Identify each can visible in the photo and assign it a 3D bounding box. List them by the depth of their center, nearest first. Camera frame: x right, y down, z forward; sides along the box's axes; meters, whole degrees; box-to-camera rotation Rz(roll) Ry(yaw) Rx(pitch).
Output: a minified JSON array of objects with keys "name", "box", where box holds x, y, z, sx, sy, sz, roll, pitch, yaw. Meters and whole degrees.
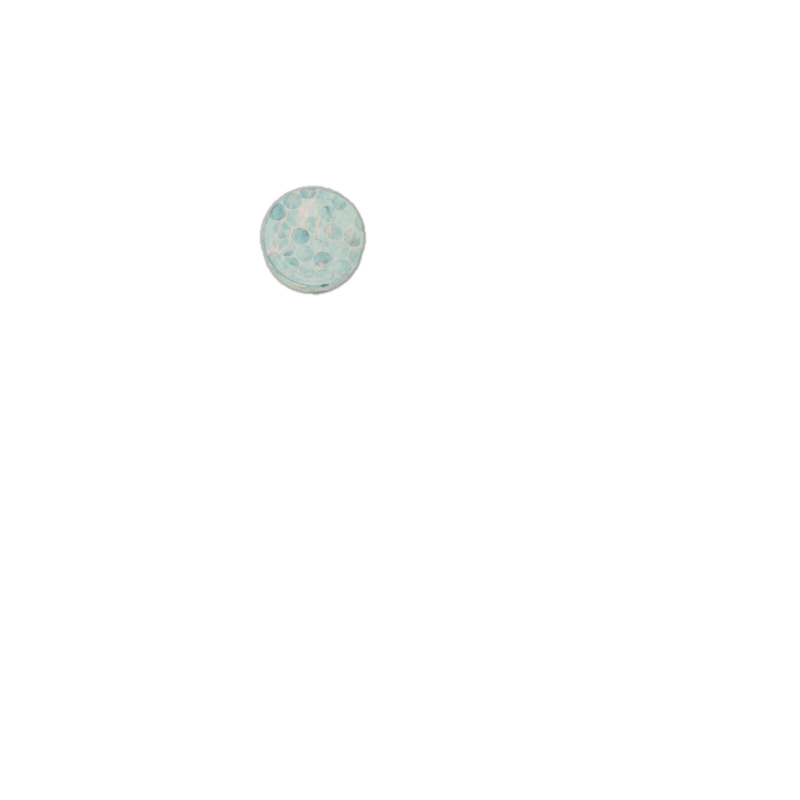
[{"name":"can","box":[-0.073,-0.133,0.928,0.086,0.089,0.032,0,-13,-1]}]
